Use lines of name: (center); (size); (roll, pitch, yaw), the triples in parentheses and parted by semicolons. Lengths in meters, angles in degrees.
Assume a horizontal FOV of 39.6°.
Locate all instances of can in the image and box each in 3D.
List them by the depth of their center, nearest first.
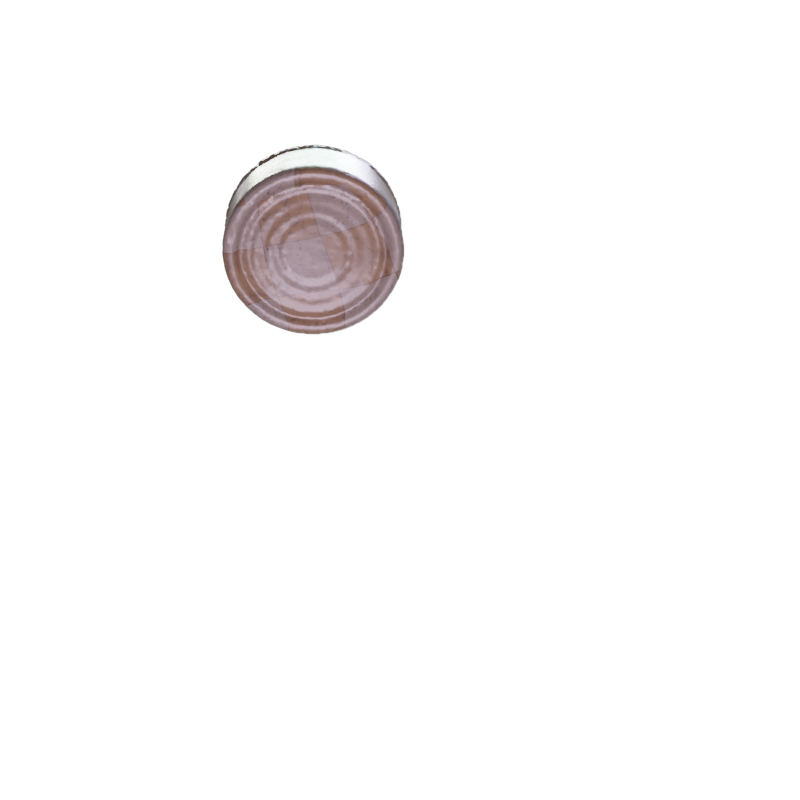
can: (-0.041, -0.075, 0.524); (0.086, 0.081, 0.035); (1, 25, -1)
